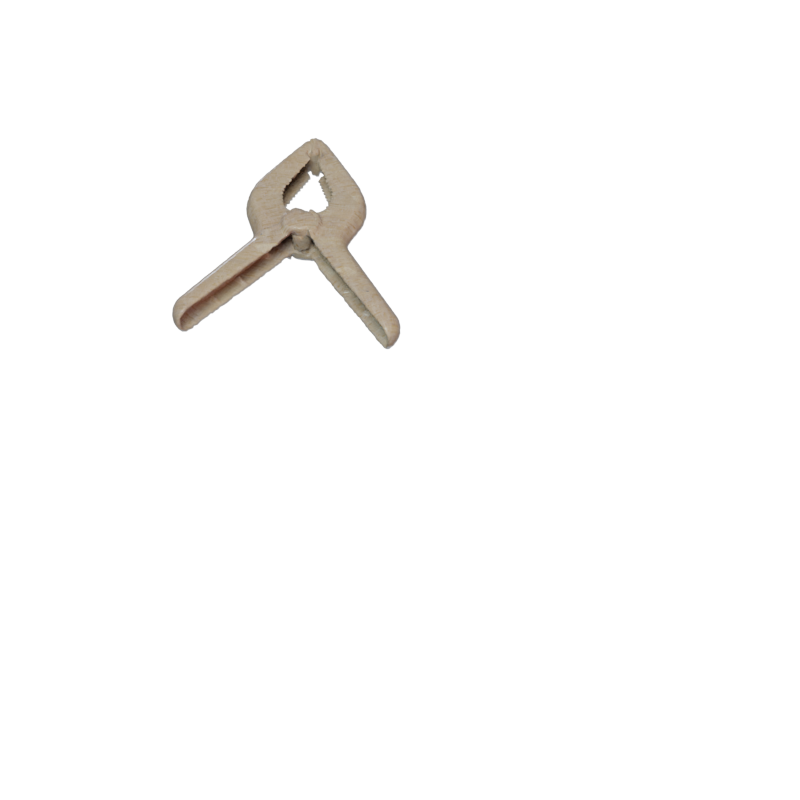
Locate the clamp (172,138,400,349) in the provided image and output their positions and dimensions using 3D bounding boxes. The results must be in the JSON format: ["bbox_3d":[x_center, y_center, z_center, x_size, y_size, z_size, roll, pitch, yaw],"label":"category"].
[{"bbox_3d":[-0.067,-0.122,0.855,0.167,0.222,0.034,9,-40,8],"label":"clamp"}]
